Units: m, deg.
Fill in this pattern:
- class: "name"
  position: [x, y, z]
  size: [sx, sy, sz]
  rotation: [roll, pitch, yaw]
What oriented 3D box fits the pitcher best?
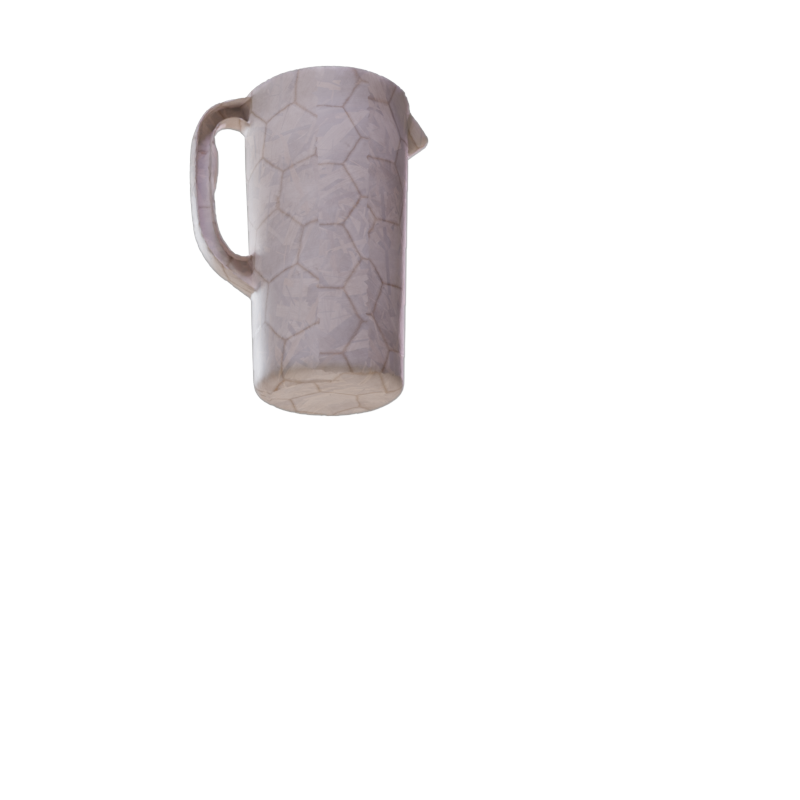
- class: "pitcher"
  position: [-0.065, -0.119, 0.832]
  size: [0.152, 0.256, 0.135]
  rotation: [-11, -24, 24]
